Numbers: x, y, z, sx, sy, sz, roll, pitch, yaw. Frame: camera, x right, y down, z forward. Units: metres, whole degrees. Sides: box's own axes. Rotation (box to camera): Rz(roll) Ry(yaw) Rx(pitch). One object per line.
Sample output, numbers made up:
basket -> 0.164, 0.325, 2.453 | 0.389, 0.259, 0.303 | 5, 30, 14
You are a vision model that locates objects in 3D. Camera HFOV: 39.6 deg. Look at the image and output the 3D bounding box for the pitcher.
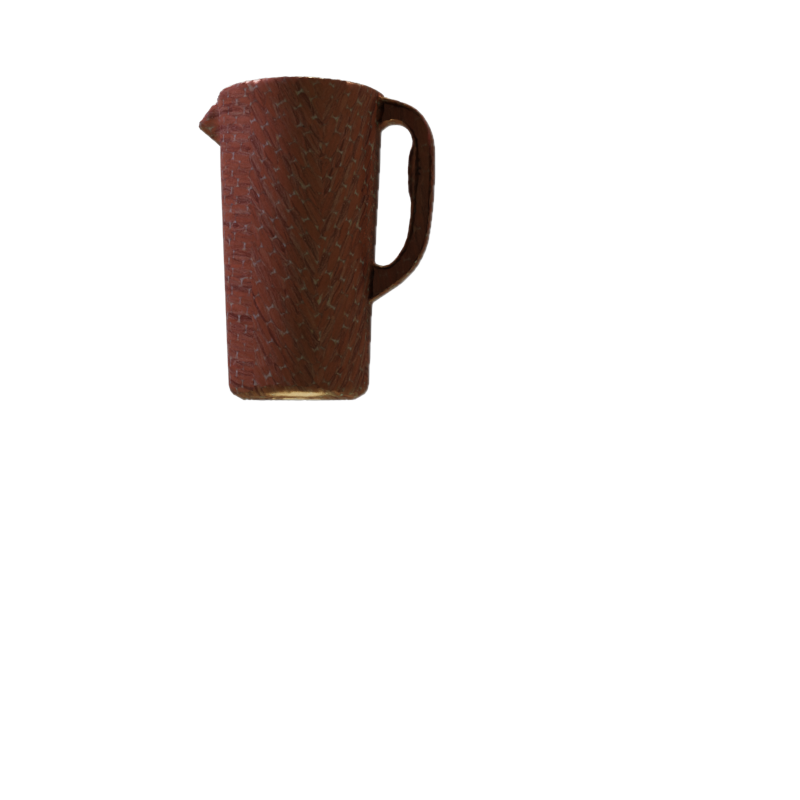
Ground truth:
pitcher -> -0.067, -0.123, 0.860 | 0.139, 0.247, 0.153 | 3, -6, -36
